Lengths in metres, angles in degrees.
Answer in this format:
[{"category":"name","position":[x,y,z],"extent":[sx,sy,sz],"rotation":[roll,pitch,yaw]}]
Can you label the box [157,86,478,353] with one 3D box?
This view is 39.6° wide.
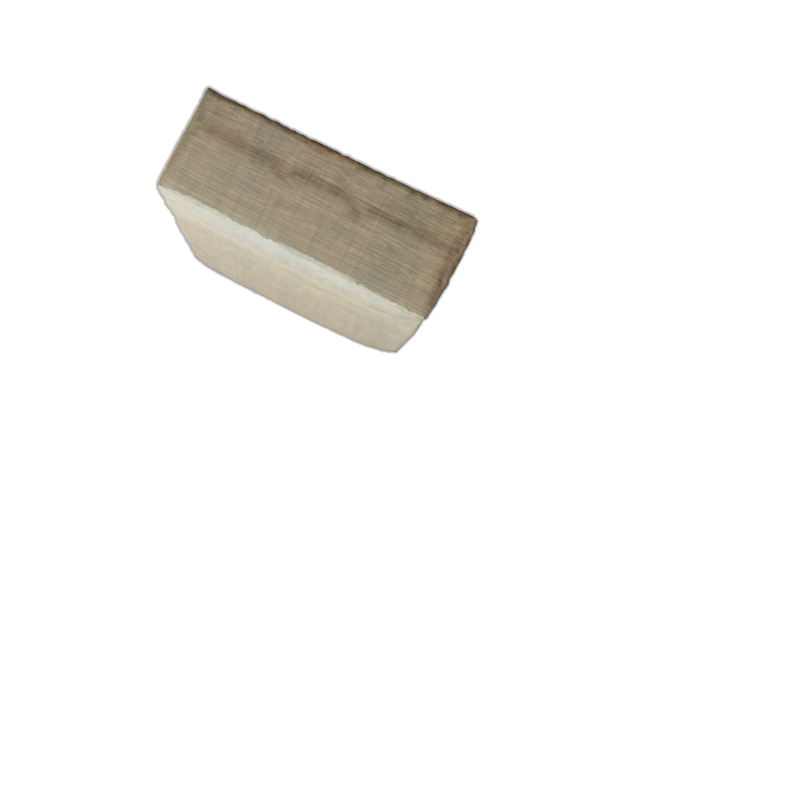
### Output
[{"category":"box","position":[-0.054,-0.098,0.686],"extent":[0.165,0.073,0.211],"rotation":[27,-5,0]}]
